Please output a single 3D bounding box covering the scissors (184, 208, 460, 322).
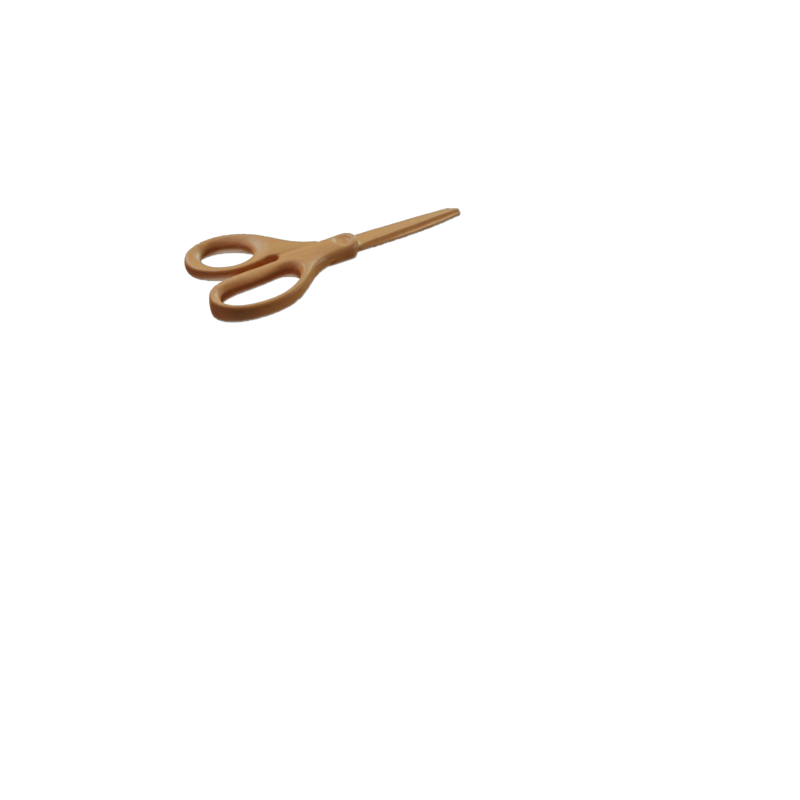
[{"bbox_3d":[-0.058,-0.106,0.740,0.102,0.015,0.202,27,44,31],"label":"scissors"}]
